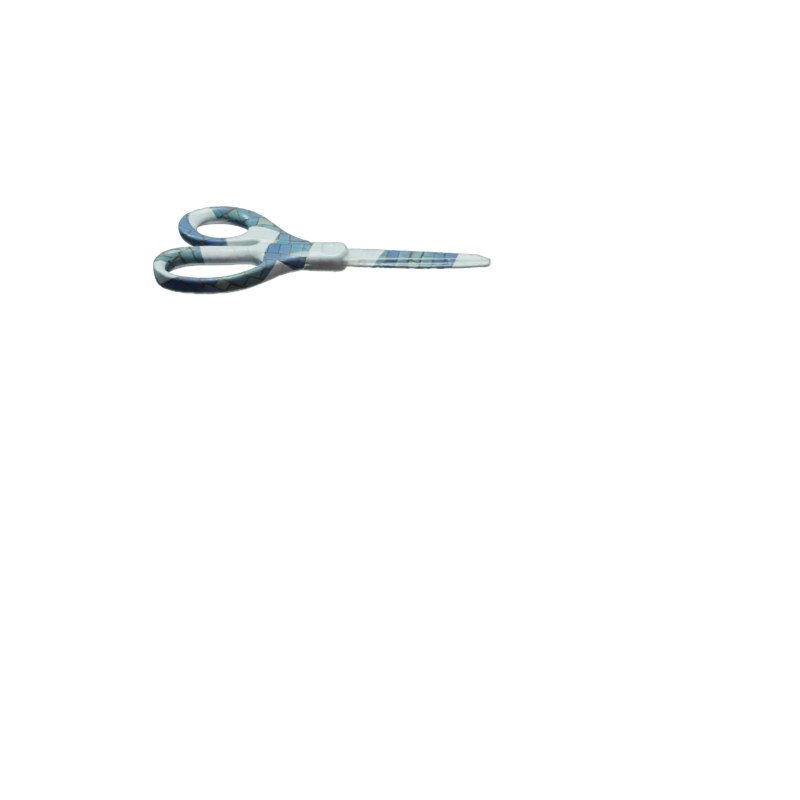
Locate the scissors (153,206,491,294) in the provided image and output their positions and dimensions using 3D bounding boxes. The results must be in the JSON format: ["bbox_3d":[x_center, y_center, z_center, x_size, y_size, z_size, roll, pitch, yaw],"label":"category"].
[{"bbox_3d":[-0.054,-0.099,0.695,0.199,0.015,0.104,-8,38,-10],"label":"scissors"}]
